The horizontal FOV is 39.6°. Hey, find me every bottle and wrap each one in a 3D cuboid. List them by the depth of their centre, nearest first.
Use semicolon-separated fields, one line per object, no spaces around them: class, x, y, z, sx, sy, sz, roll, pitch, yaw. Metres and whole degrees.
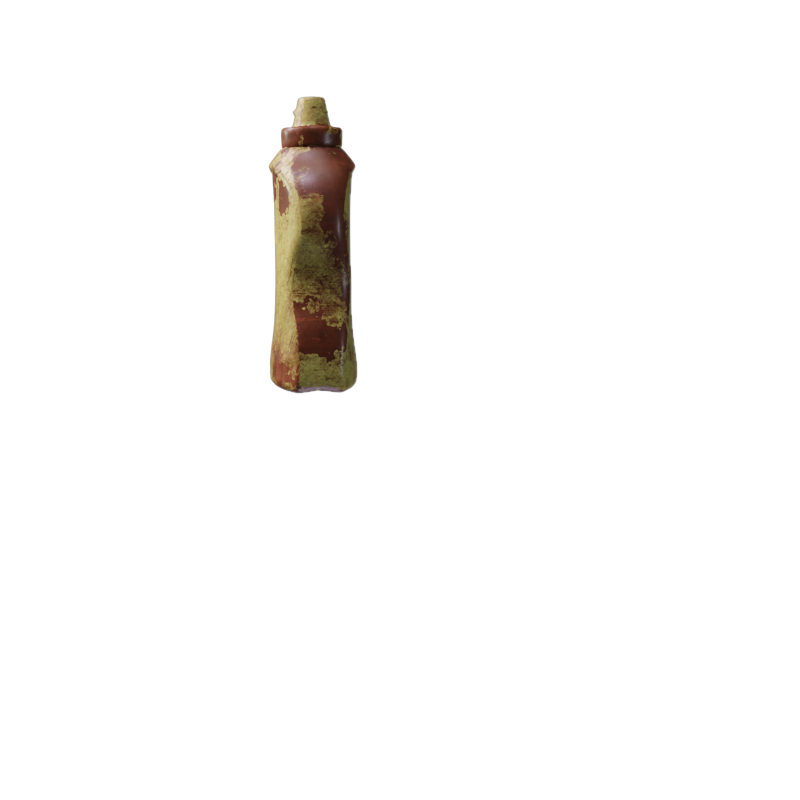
bottle;-0.058;-0.106;0.740;0.058;0.191;0.097;0;3;-7
